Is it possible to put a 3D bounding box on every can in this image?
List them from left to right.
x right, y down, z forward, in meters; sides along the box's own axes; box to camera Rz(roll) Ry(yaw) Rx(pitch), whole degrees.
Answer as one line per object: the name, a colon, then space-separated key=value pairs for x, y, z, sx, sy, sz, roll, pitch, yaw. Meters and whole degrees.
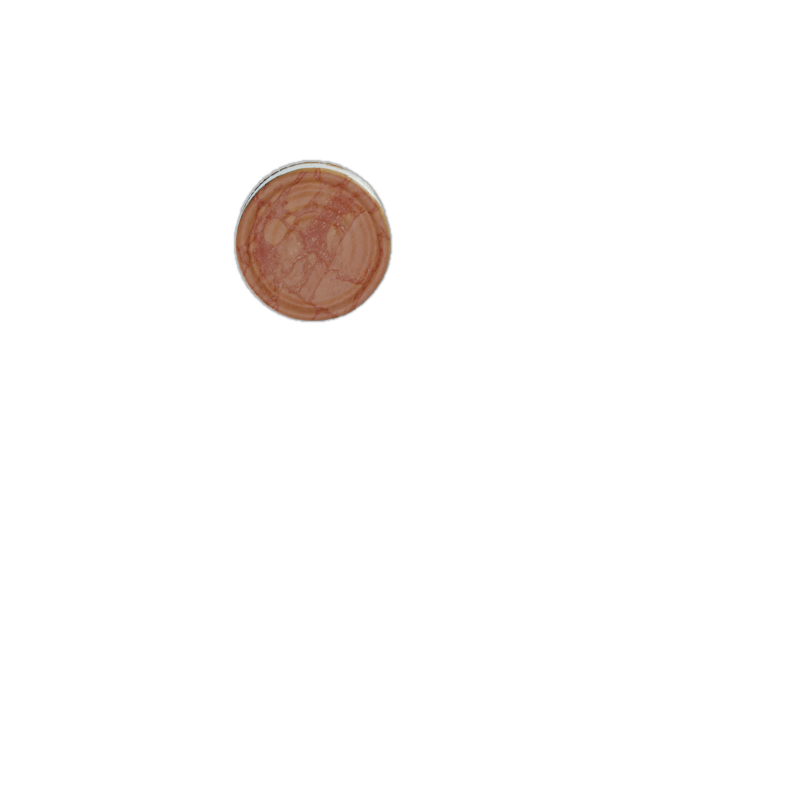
can: x=-0.048 y=-0.087 z=0.608 sx=0.086 sy=0.084 sz=0.034 roll=0 pitch=11 yaw=-1
